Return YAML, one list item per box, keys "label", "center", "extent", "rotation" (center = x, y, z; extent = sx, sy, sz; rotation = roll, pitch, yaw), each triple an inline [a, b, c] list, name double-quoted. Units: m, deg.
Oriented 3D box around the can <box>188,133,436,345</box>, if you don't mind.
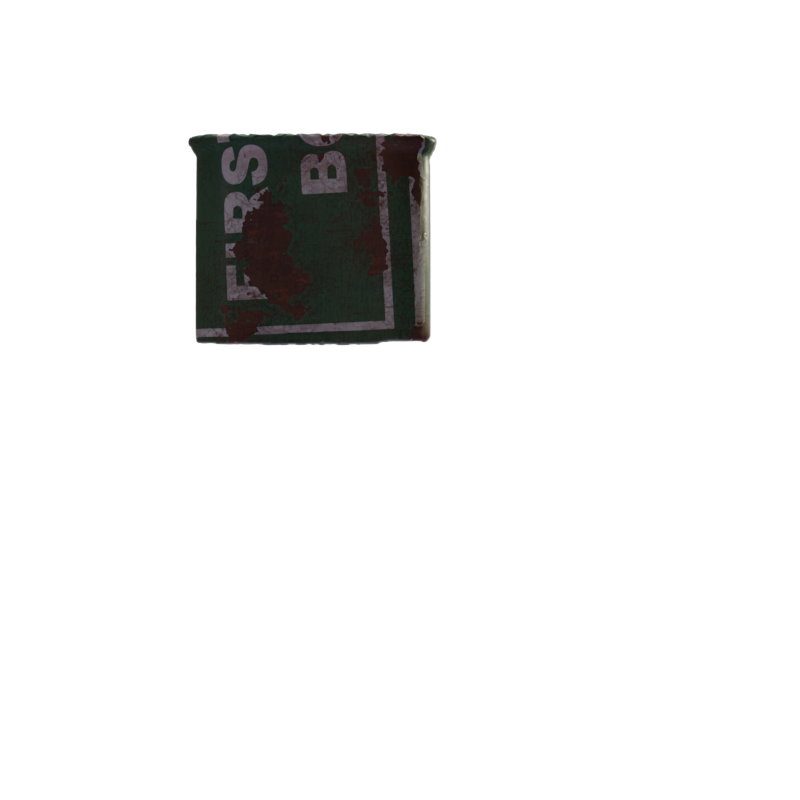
- label: "can"
  center: [-0.036, -0.066, 0.461]
  extent: [0.102, 0.084, 0.057]
  rotation: [0, 0, 2]
